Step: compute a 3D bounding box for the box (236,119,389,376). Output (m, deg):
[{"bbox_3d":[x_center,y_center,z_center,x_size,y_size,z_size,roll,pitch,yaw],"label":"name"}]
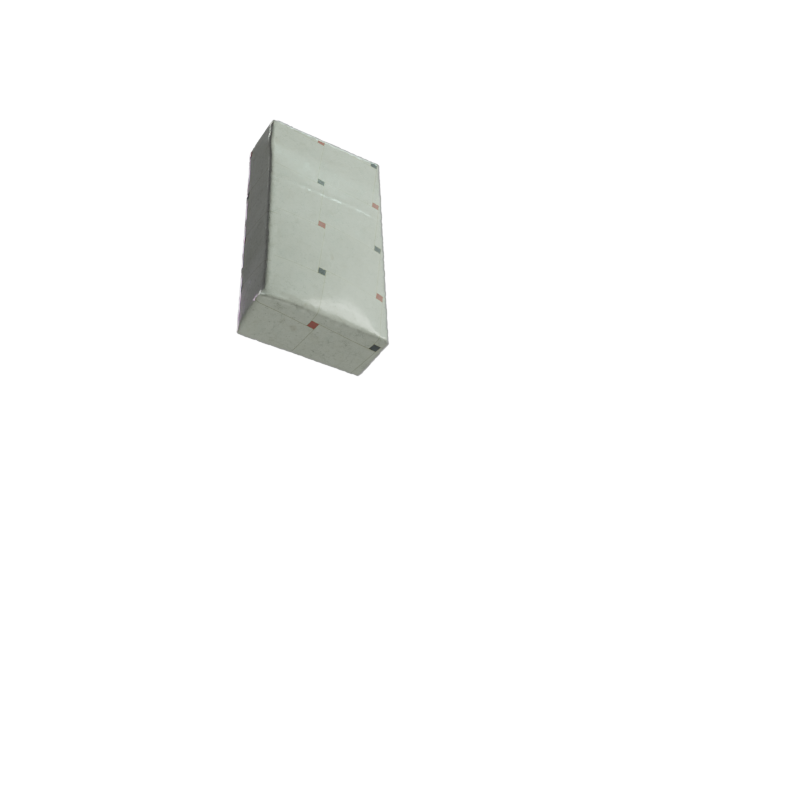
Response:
[{"bbox_3d":[-0.060,-0.108,0.760,0.090,0.189,0.046,19,-49,-22],"label":"box"}]
